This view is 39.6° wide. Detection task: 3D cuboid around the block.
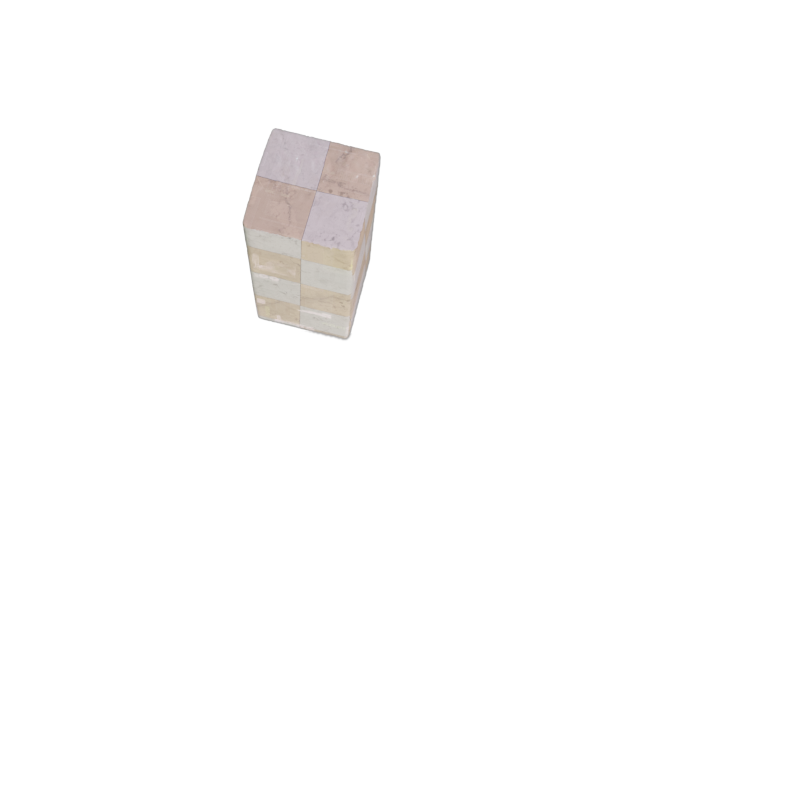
[{"bbox_3d":[-0.074,-0.133,0.937,0.091,0.094,0.197,14,-18,1],"label":"block"}]
